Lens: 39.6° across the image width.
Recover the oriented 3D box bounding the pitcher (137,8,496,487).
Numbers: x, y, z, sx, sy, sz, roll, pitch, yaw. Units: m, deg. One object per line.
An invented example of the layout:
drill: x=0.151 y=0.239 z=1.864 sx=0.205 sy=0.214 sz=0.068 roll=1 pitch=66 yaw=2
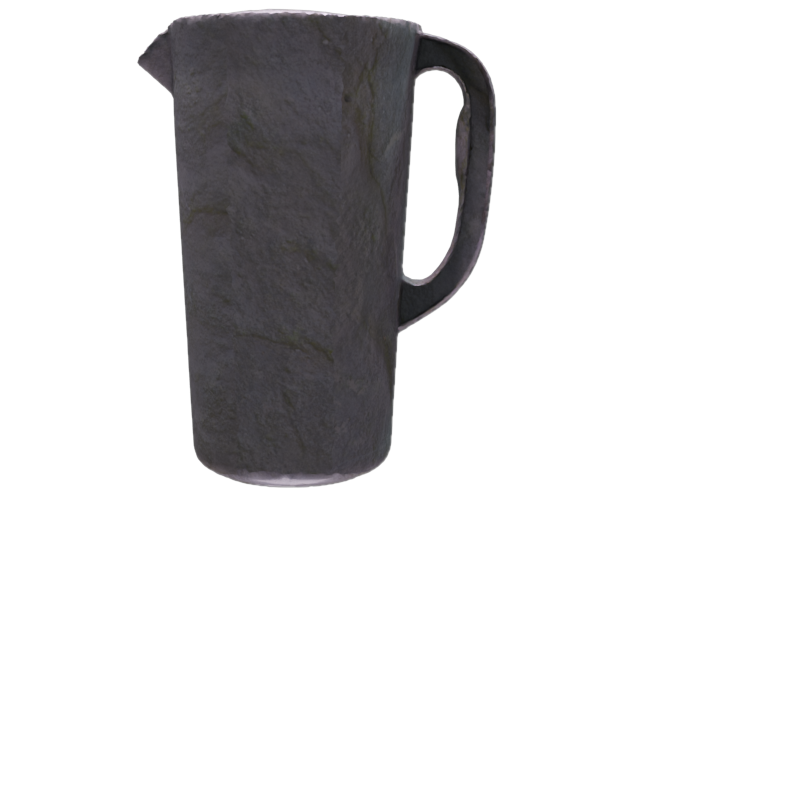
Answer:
pitcher: x=-0.046 y=-0.085 z=0.592 sx=0.140 sy=0.239 sz=0.157 roll=-7 pitch=11 yaw=-42
